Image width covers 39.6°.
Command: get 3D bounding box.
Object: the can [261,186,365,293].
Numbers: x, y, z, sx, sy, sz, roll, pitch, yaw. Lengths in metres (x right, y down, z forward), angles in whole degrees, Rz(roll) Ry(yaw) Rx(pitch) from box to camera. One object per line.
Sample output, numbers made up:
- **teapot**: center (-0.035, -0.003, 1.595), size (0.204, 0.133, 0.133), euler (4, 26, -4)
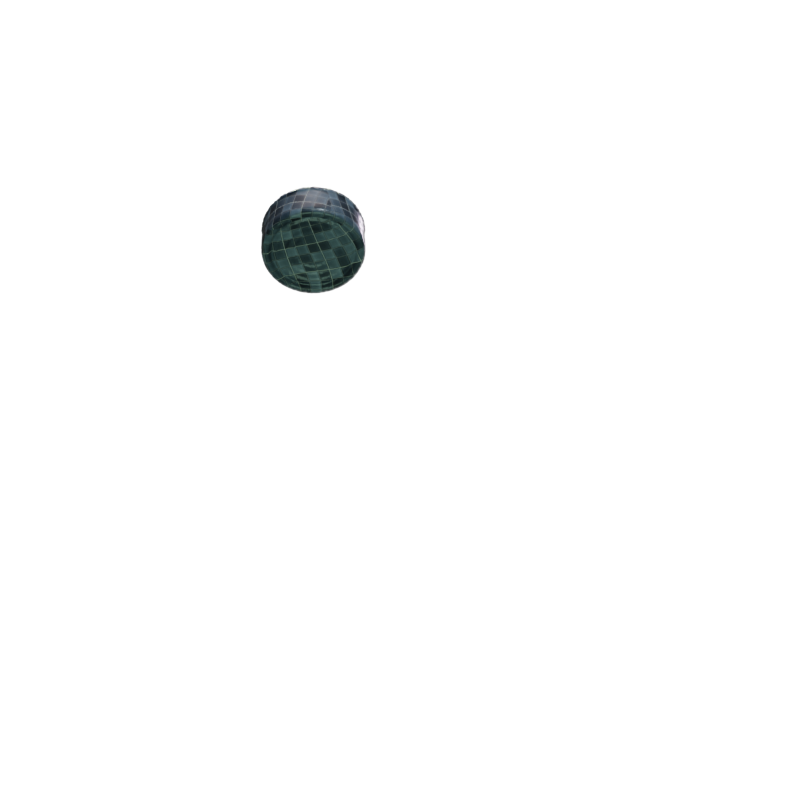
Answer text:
- **can**: center (-0.071, -0.129, 0.906), size (0.086, 0.080, 0.036), euler (1, 39, -1)
